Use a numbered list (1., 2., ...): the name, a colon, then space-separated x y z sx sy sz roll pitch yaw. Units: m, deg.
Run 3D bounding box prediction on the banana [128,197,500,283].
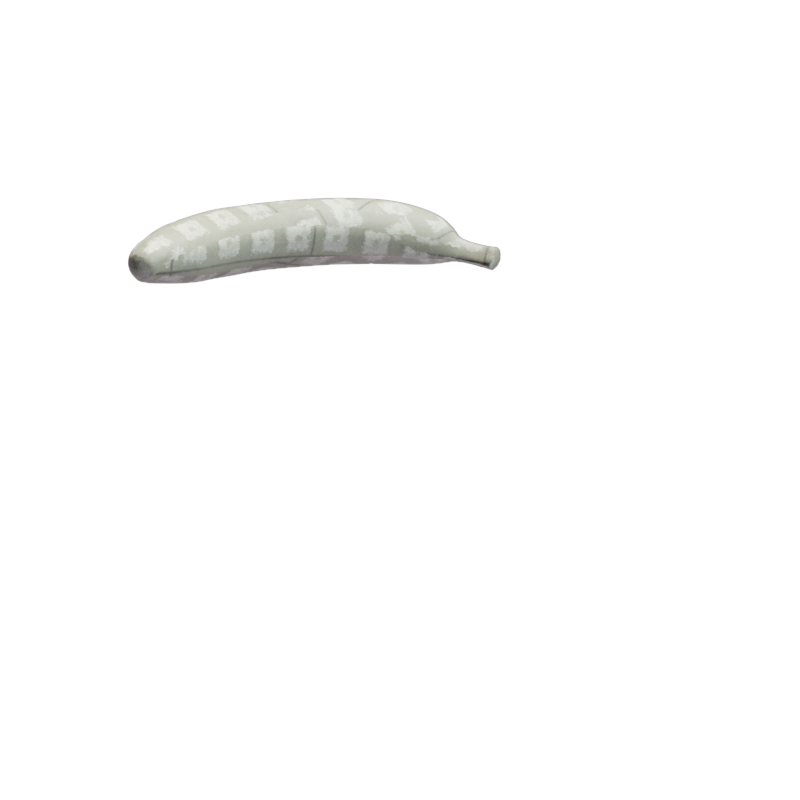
1. banana: -0.048 -0.083 0.566 0.193 0.036 0.073 -7 15 -25
